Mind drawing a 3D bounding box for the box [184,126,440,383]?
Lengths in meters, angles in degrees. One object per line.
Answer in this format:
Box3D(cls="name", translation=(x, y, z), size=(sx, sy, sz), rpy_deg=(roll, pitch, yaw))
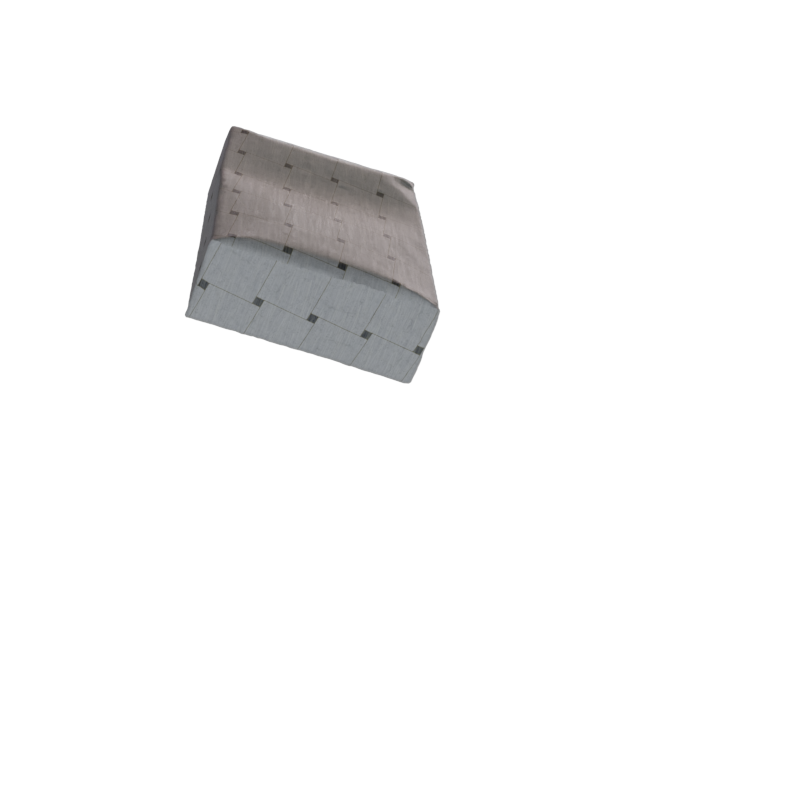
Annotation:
Box3D(cls="box", translation=(-0.065, -0.118, 0.825), size=(0.161, 0.069, 0.228), rpy_deg=(15, 30, -12))
